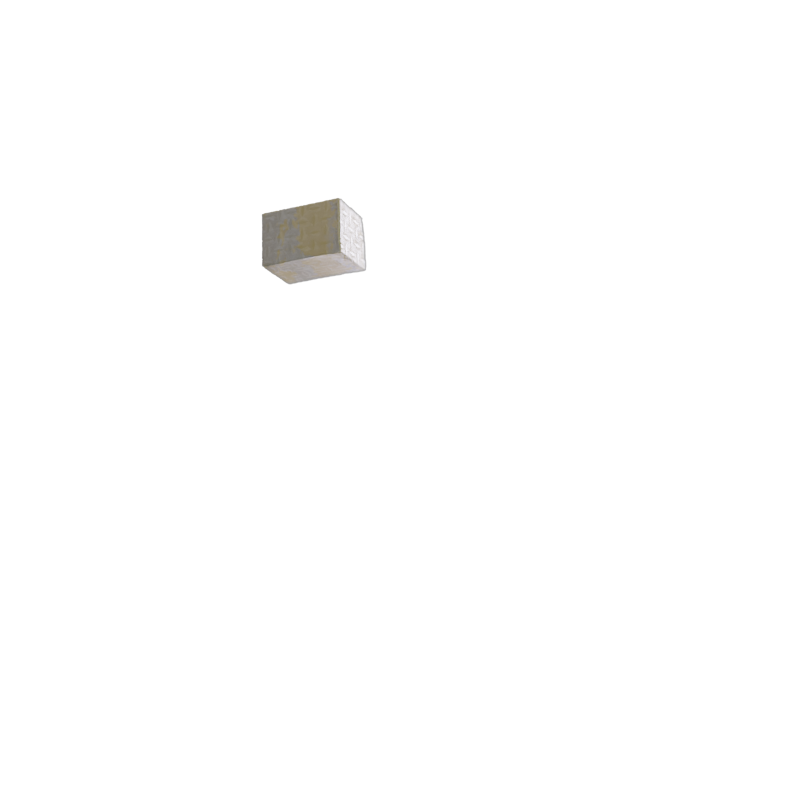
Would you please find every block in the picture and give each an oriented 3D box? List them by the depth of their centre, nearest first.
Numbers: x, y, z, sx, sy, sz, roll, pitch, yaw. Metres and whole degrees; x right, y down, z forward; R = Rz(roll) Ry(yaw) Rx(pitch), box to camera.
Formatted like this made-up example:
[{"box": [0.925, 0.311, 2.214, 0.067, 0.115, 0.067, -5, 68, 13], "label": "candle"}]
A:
[{"box": [-0.076, -0.138, 0.965, 0.079, 0.054, 0.049, -8, -20, 23], "label": "block"}]
